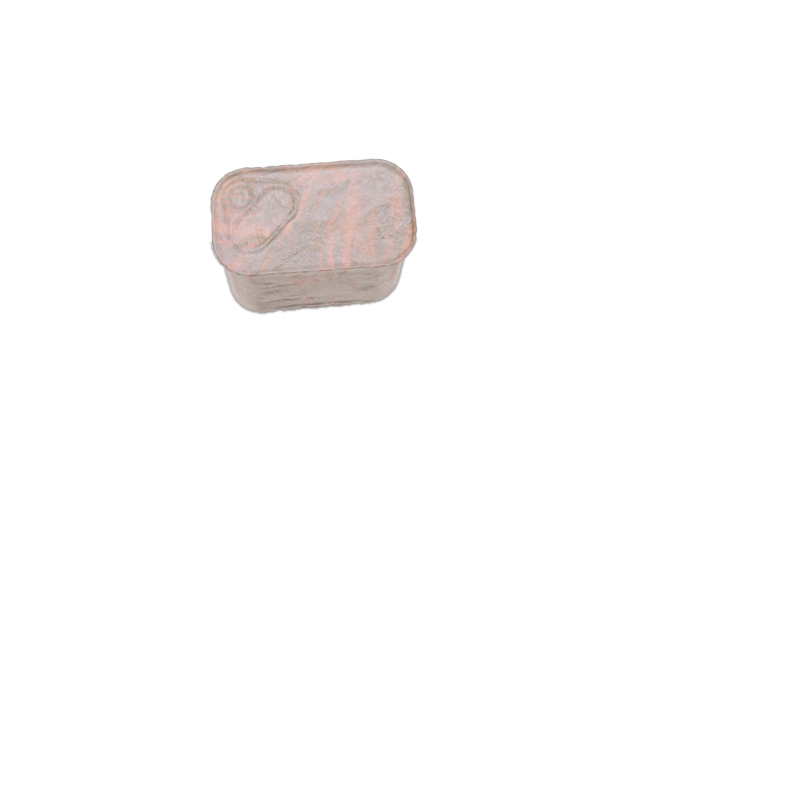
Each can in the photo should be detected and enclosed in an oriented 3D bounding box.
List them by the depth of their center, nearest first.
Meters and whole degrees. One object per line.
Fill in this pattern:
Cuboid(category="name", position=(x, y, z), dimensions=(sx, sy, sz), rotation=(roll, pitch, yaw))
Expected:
Cuboid(category="can", position=(-0.046, -0.084, 0.589), dimensions=(0.102, 0.060, 0.081), rotation=(-4, -13, -3))
